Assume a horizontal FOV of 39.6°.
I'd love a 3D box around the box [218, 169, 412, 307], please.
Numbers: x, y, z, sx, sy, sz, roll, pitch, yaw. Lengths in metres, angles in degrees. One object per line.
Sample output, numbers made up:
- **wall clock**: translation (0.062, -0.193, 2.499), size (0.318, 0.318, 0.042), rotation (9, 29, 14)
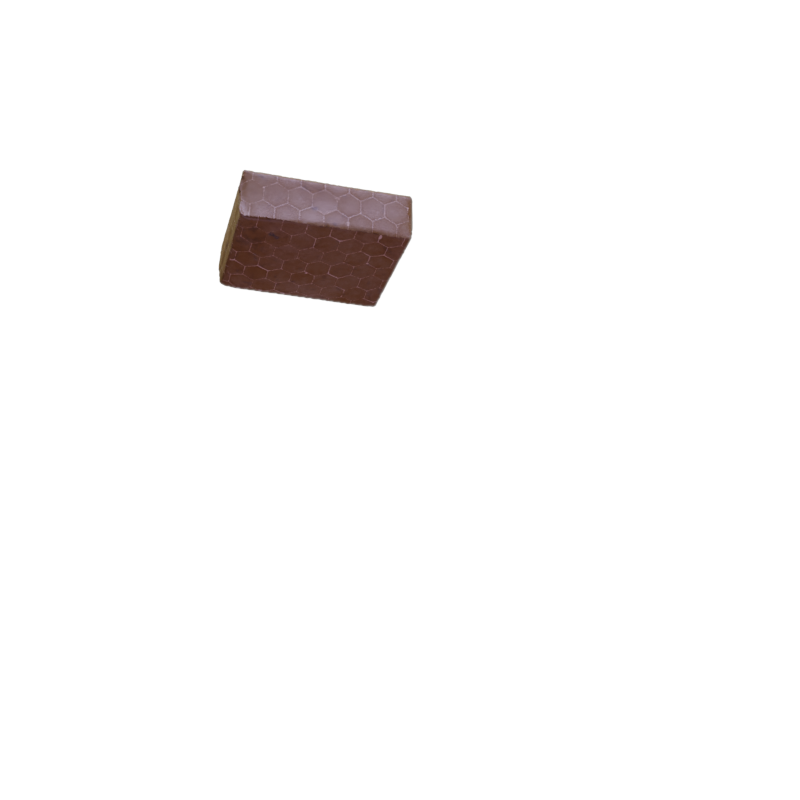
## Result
- **box**: translation (-0.057, -0.104, 0.726), size (0.111, 0.041, 0.086), rotation (6, -29, -12)
